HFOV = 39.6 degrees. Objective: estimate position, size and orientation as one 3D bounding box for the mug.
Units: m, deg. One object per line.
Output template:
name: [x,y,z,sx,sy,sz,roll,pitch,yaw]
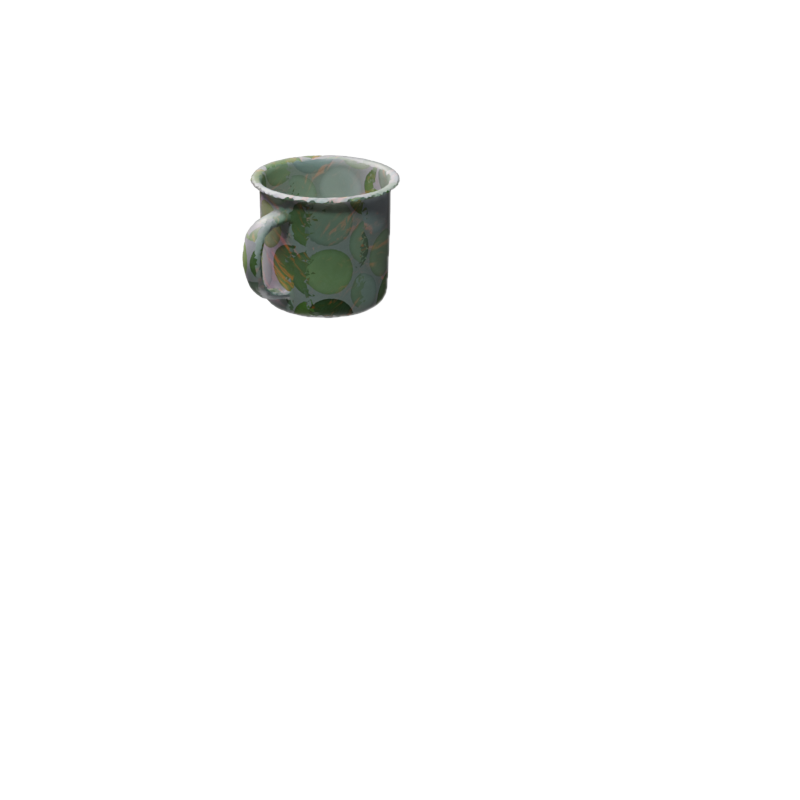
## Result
mug: [-0.055,-0.100,0.697,0.098,0.077,0.117,18,31,31]
